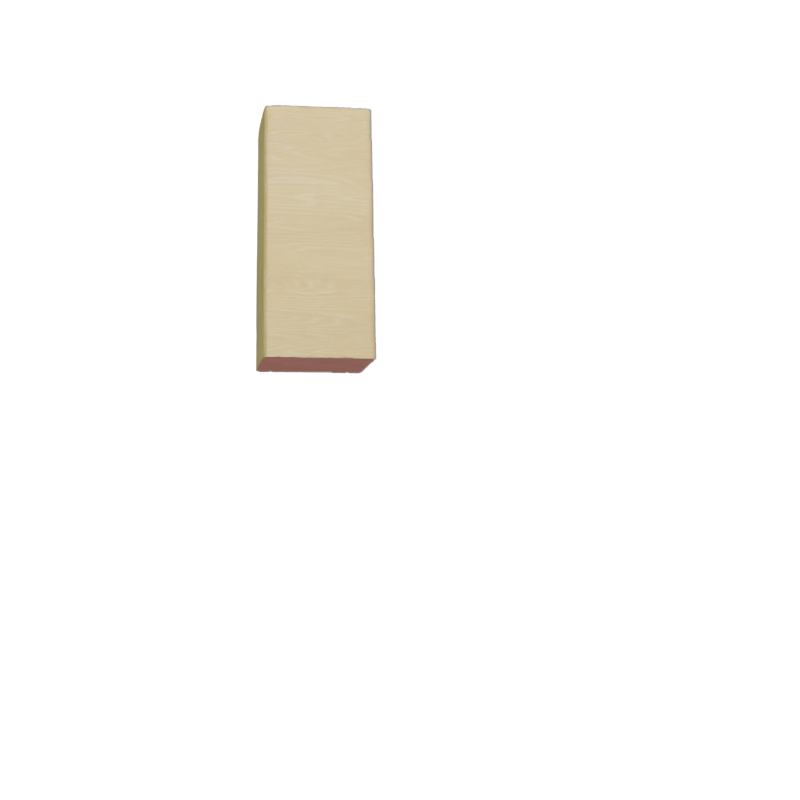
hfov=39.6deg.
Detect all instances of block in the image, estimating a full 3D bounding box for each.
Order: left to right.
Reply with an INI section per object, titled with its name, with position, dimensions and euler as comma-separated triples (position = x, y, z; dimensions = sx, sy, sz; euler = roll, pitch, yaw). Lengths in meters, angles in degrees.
[block]
position = -0.072, -0.131, 0.919
dimensions = 0.090, 0.213, 0.088
euler = 1, -13, -9
